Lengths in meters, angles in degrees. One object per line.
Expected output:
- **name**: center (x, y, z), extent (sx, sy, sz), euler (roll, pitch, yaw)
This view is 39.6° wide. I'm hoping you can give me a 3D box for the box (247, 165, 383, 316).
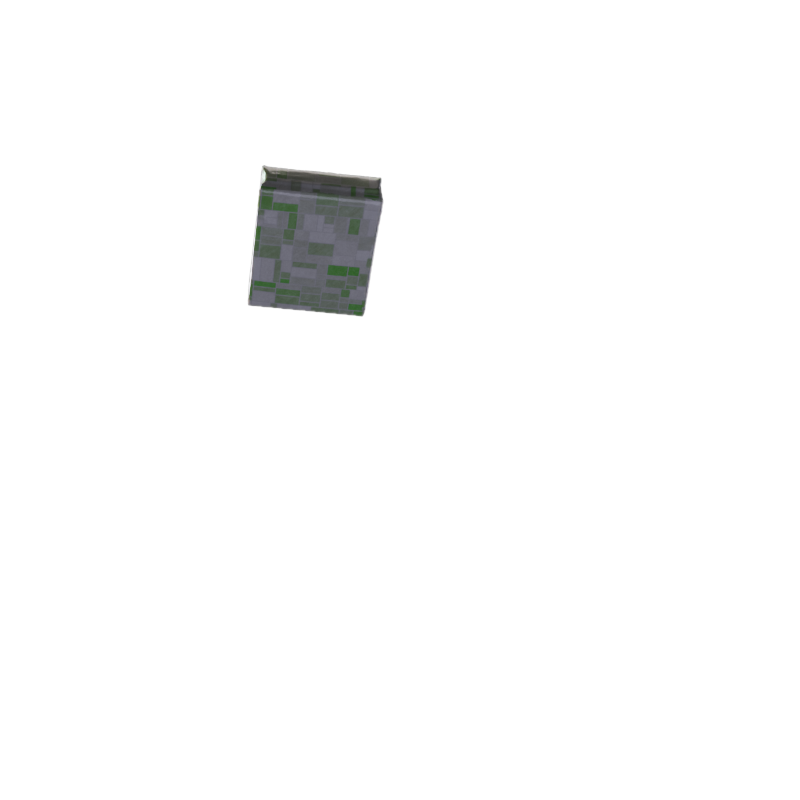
- **box**: center (-0.053, -0.096, 0.672), extent (0.073, 0.084, 0.032), euler (6, 36, -5)
